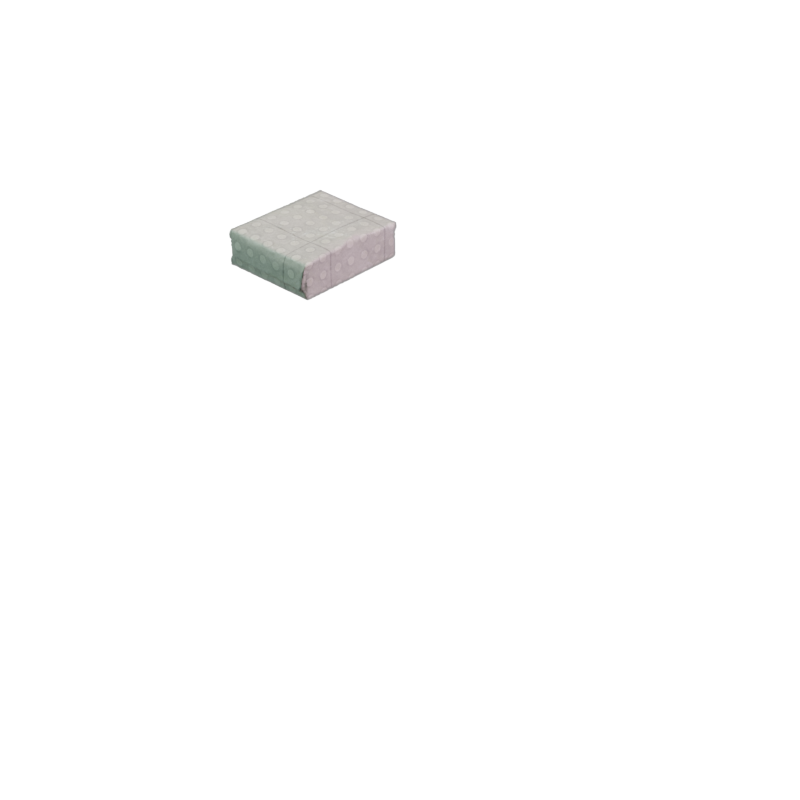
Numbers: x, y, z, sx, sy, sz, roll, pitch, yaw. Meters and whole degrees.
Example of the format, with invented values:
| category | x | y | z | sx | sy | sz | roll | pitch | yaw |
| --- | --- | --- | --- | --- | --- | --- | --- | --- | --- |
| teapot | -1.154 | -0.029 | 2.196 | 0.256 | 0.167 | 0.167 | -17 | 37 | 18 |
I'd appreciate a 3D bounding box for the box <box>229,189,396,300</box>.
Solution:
| category | x | y | z | sx | sy | sz | roll | pitch | yaw |
| --- | --- | --- | --- | --- | --- | --- | --- | --- | --- |
| box | -0.058 | -0.106 | 0.744 | 0.078 | 0.028 | 0.089 | 27 | 42 | 35 |
